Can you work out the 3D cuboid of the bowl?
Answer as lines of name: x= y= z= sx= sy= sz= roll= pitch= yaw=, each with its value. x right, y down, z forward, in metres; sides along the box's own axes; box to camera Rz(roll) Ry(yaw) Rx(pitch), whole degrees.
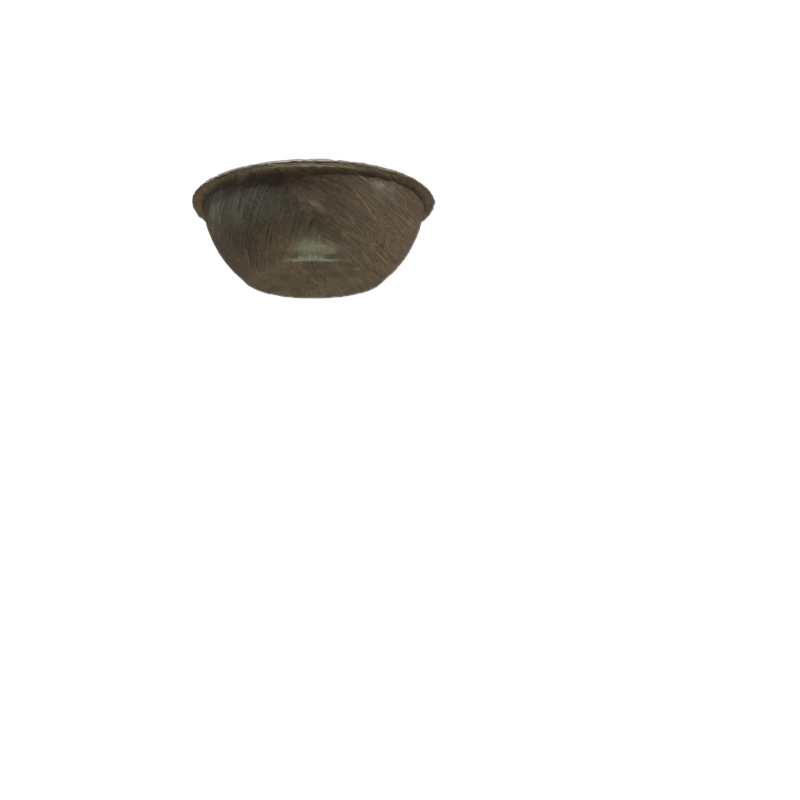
bowl: x=-0.057 y=-0.105 z=0.734 sx=0.162 sy=0.057 sz=0.157 roll=0 pitch=-11 yaw=-2
